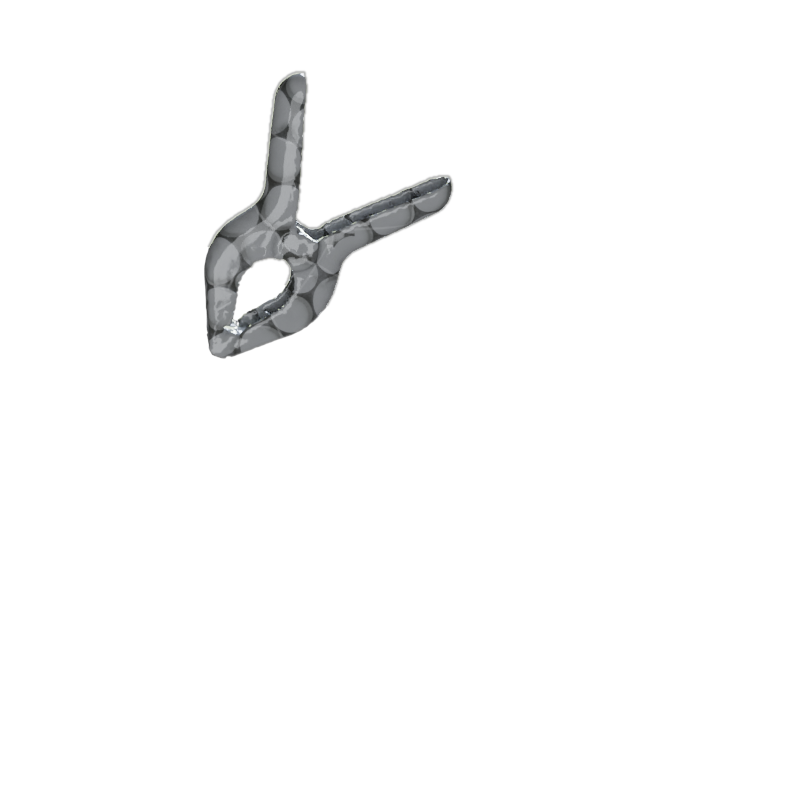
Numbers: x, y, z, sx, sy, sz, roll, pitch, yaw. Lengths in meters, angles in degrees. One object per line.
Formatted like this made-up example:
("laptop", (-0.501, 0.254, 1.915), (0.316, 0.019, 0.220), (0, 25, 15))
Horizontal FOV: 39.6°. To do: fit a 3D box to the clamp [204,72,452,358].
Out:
("clamp", (-0.051, -0.093, 0.654), (0.118, 0.168, 0.041), (28, 15, -8))
